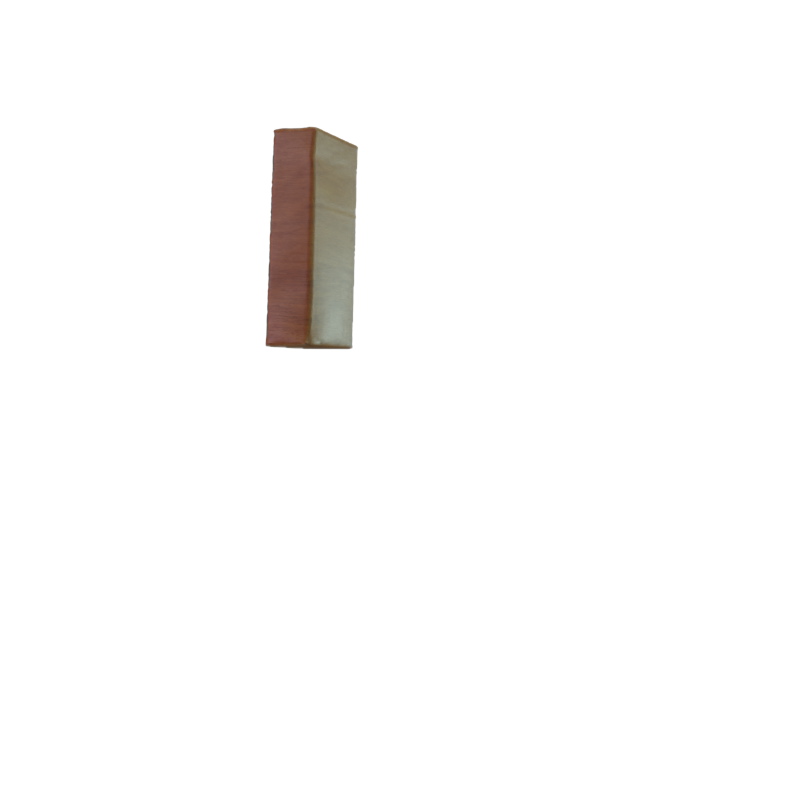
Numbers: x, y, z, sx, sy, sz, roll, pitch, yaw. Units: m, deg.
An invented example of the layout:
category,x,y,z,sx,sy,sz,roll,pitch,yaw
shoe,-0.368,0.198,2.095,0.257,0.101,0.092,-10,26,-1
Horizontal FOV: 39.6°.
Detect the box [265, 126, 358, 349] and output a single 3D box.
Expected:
category,x,y,z,sx,sy,sz,roll,pitch,yaw
box,-0.072,-0.131,0.919,0.049,0.179,0.090,-3,-6,21
